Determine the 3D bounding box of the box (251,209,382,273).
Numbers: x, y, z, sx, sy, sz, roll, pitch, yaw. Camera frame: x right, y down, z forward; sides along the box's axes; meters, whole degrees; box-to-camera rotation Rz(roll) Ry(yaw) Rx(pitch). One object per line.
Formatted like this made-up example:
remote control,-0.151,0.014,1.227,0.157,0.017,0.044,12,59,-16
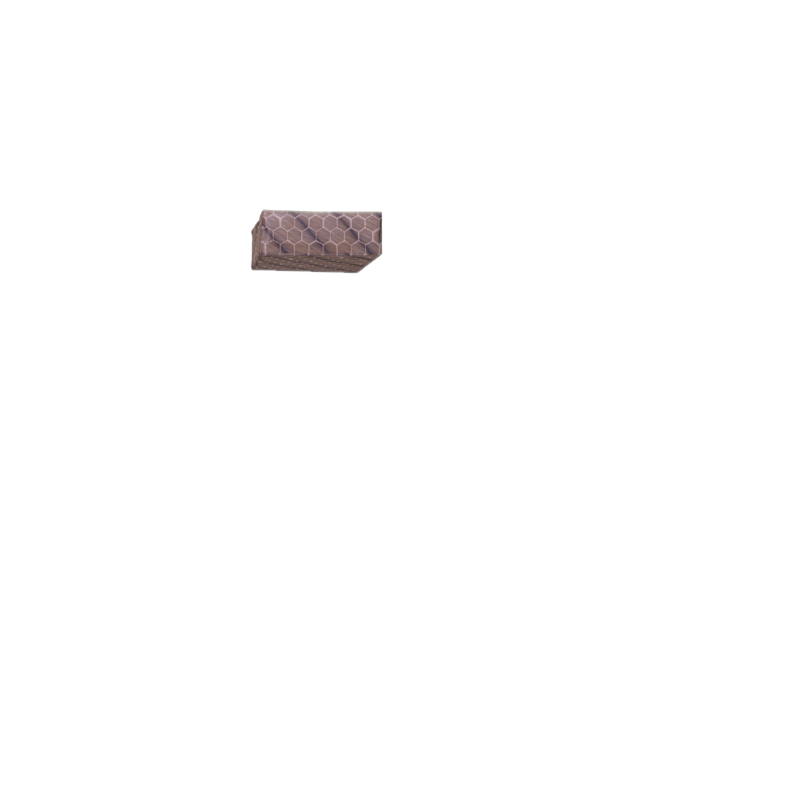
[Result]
box,-0.055,-0.100,0.700,0.072,0.030,0.089,0,-1,-10
